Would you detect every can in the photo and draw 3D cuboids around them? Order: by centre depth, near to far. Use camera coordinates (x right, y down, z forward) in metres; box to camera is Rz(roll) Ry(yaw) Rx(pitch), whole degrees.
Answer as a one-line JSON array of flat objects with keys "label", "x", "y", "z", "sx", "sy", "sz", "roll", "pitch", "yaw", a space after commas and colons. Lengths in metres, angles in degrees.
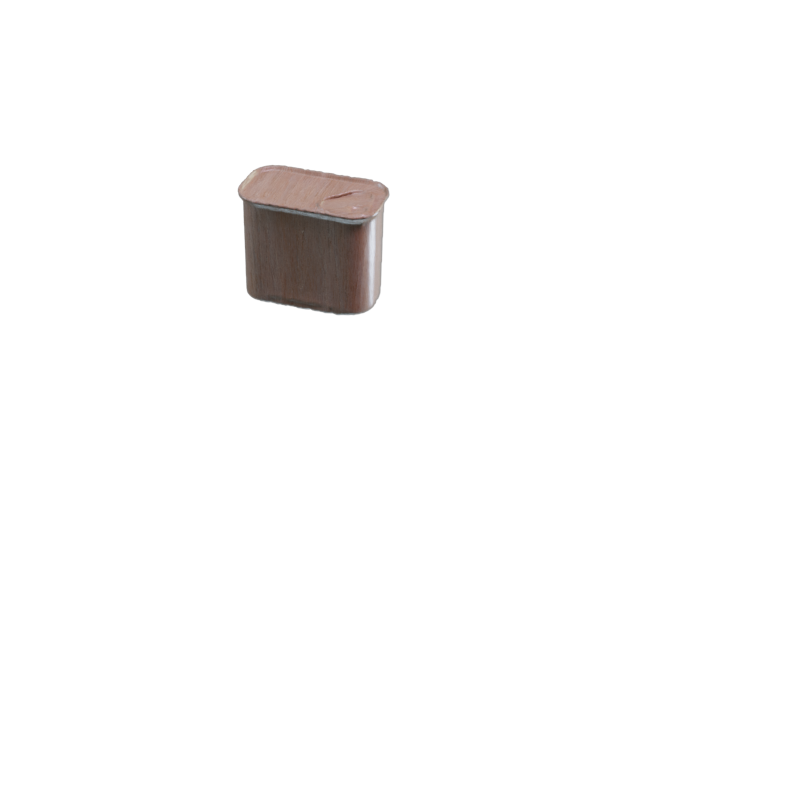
[{"label": "can", "x": -0.061, "y": -0.112, "z": 0.783, "sx": 0.105, "sy": 0.079, "sz": 0.060, "roll": 12, "pitch": 35, "yaw": 15}]
